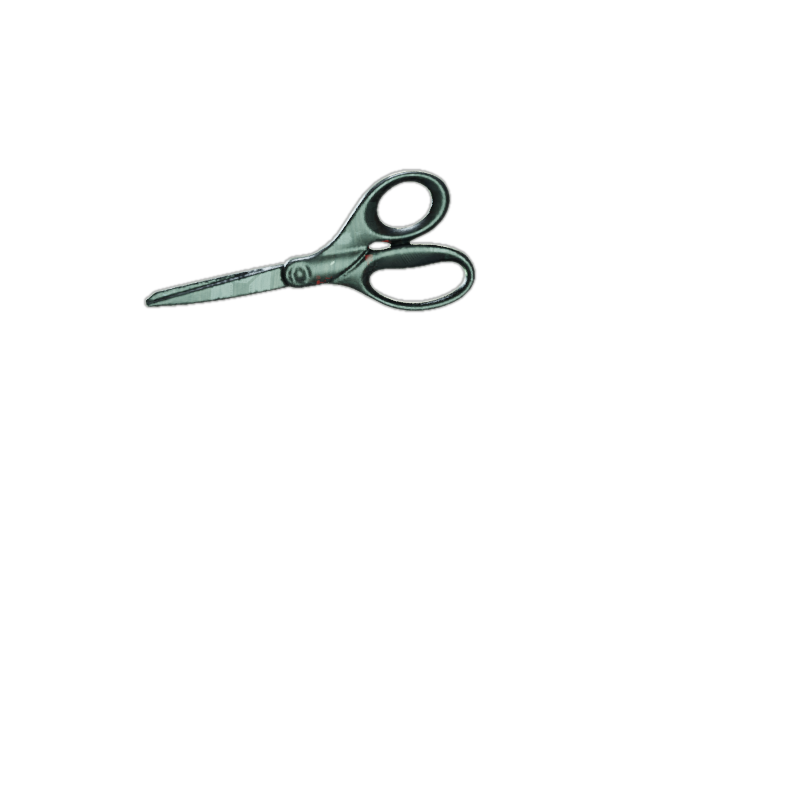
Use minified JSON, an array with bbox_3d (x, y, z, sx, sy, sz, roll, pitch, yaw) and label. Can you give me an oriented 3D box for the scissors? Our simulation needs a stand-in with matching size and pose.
[{"bbox_3d":[-0.053,-0.097,0.679,0.201,0.094,0.016,4,8,-1],"label":"scissors"}]
